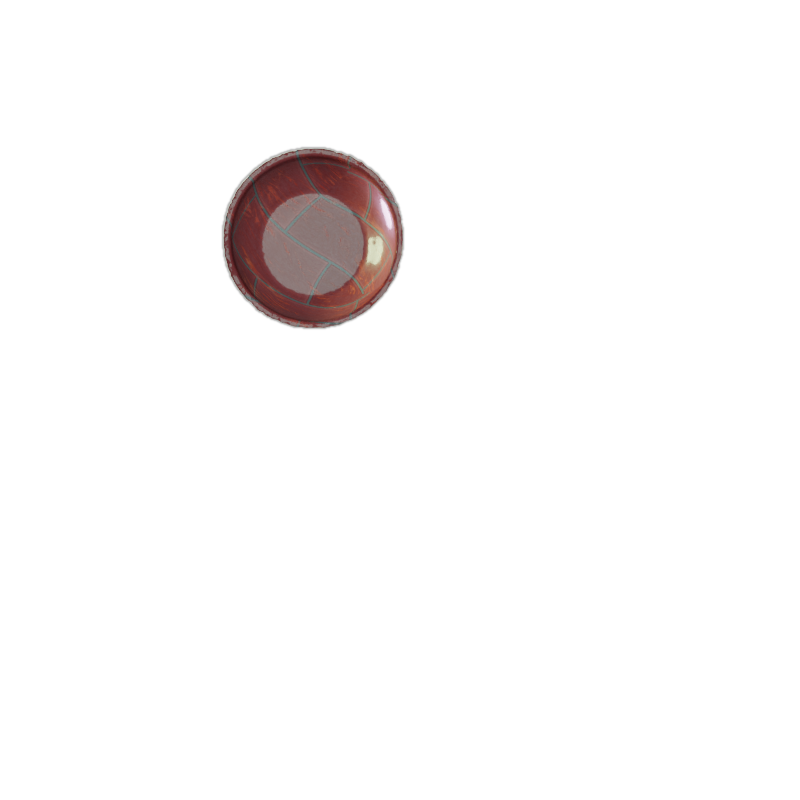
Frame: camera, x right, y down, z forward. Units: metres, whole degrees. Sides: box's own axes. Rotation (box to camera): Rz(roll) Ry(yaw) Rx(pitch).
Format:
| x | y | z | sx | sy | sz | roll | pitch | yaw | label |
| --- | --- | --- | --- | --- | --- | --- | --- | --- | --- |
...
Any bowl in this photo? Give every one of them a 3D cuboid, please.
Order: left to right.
| x | y | z | sx | sy | sz | roll | pitch | yaw | label |
| --- | --- | --- | --- | --- | --- | --- | --- | --- | --- |
| -0.075 | -0.137 | 0.962 | 0.162 | 0.160 | 0.056 | 0 | 6 | 0 | bowl |
